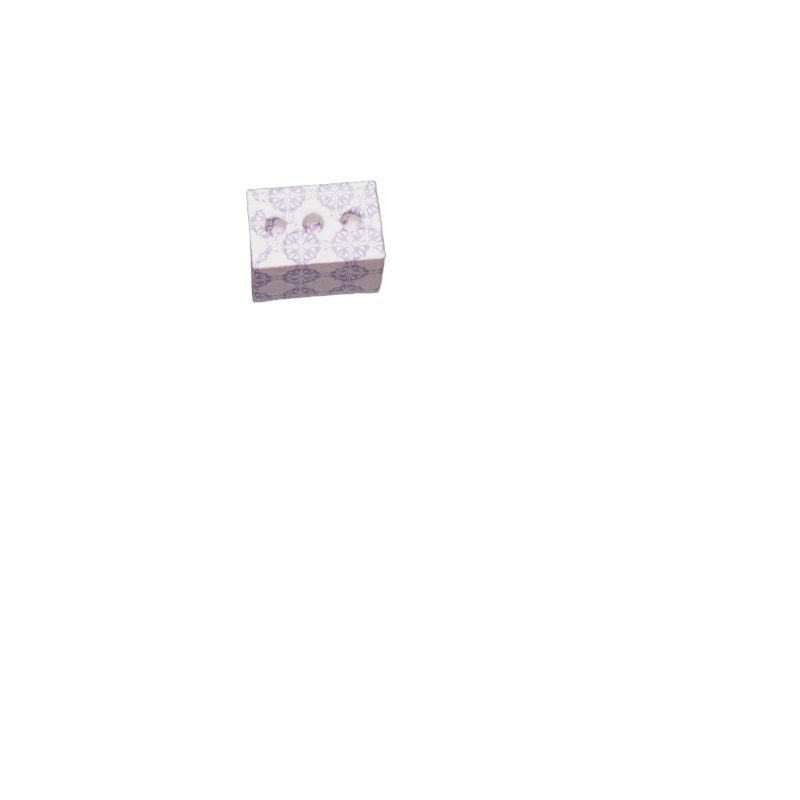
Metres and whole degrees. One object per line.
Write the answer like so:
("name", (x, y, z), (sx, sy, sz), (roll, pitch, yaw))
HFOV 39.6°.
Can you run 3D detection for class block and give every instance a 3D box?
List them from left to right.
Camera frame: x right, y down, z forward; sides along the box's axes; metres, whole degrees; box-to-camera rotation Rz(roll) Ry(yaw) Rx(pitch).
("block", (-0.051, -0.093, 0.654), (0.078, 0.056, 0.049), (-5, -22, -4))
